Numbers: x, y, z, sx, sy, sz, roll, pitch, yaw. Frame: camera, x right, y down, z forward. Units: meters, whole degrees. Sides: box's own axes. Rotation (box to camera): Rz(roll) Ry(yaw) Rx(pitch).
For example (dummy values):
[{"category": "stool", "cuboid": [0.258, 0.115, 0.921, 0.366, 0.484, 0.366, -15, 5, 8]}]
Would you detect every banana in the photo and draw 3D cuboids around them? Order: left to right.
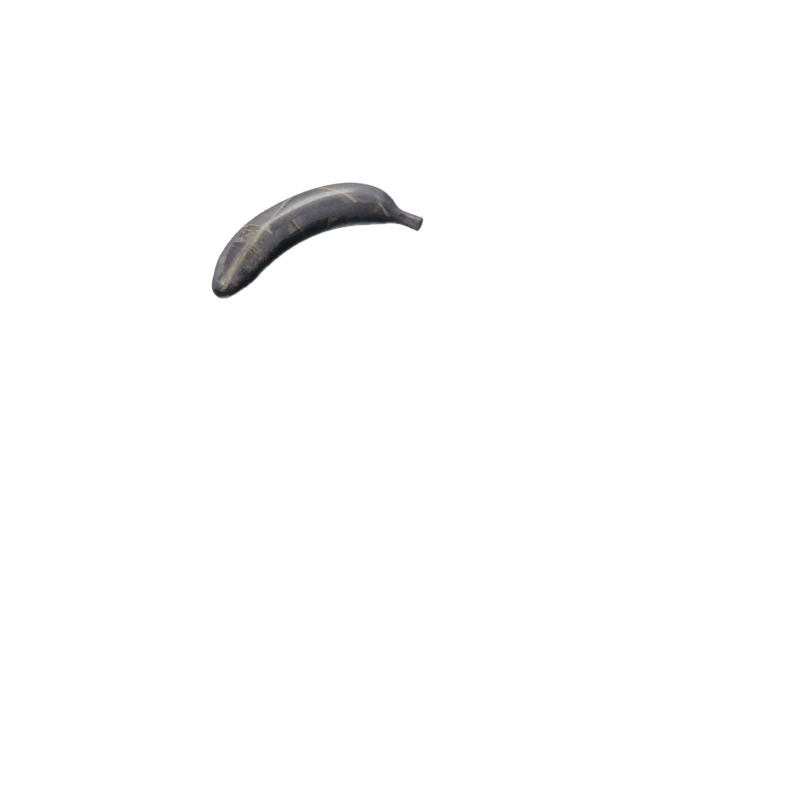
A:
[{"category": "banana", "cuboid": [-0.077, -0.138, 0.897, 0.196, 0.034, 0.075, -25, 46, -27]}]
